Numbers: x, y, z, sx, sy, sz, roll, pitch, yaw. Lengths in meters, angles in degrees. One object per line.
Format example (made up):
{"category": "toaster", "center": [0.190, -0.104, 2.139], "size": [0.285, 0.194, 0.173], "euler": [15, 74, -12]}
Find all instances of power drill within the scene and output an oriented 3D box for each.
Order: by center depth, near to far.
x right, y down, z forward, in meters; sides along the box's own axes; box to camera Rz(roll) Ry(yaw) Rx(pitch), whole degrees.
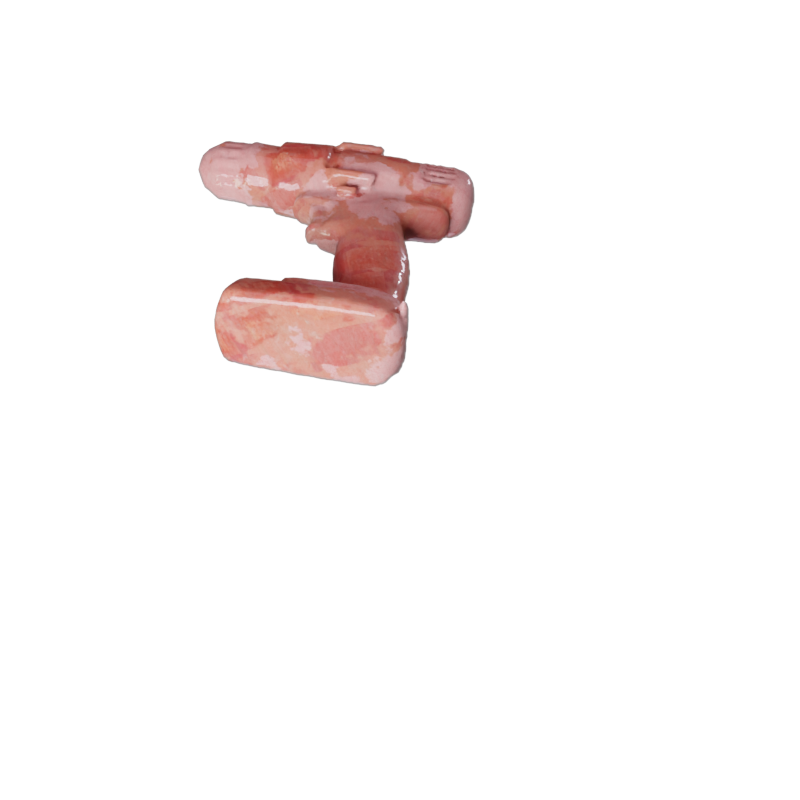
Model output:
{"category": "power drill", "center": [-0.053, -0.097, 0.680], "size": [0.187, 0.053, 0.198], "euler": [7, 42, 7]}
